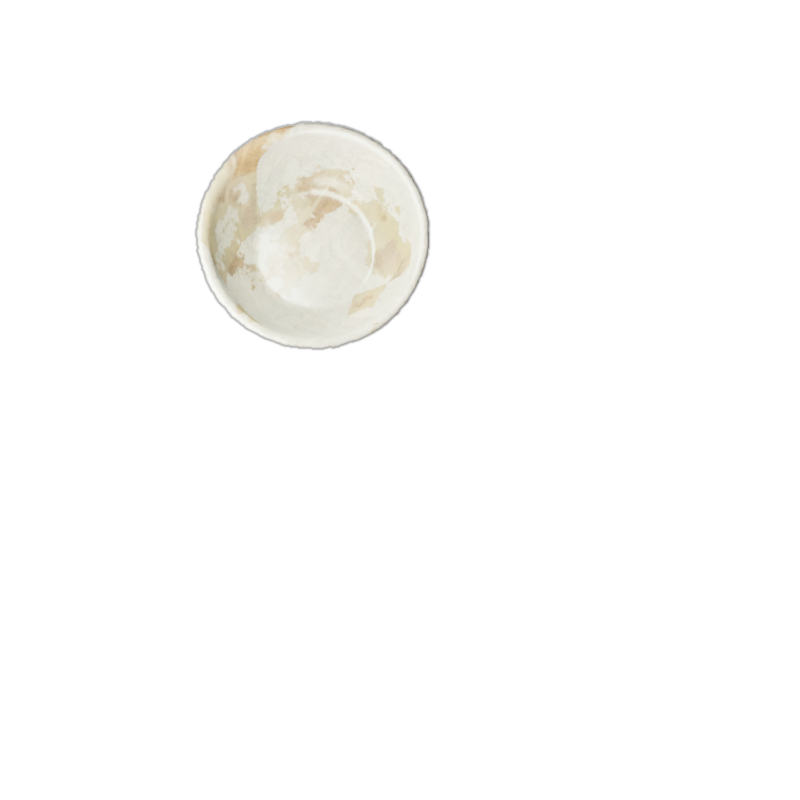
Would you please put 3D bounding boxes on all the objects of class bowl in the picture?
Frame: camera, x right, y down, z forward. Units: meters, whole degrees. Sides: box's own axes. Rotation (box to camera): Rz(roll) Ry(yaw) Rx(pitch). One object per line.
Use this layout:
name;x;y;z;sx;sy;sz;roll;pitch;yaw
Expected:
bowl;-0.062;-0.113;0.791;0.162;0.167;0.053;0;-13;-1
